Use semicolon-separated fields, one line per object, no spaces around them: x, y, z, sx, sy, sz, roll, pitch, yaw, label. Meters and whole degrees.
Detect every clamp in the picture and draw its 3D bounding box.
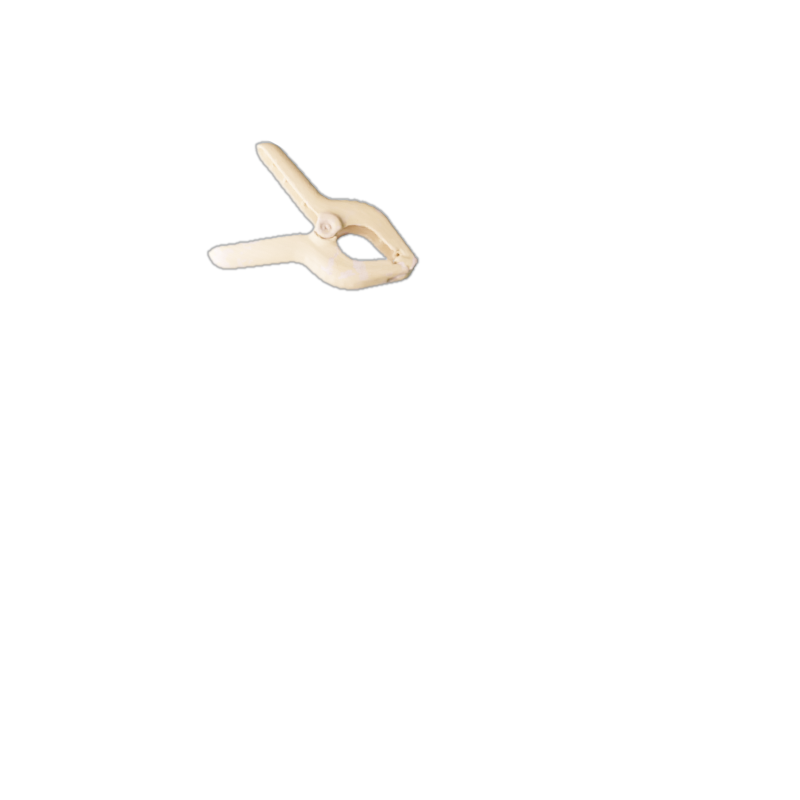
-0.073;-0.133;0.935;0.175;0.122;0.038;29;-14;7;clamp
